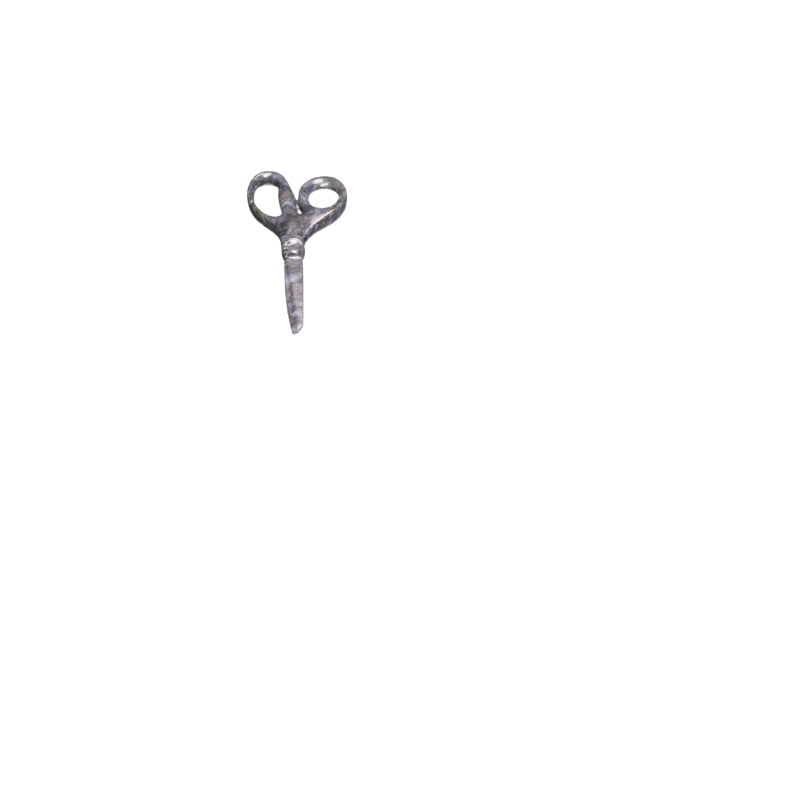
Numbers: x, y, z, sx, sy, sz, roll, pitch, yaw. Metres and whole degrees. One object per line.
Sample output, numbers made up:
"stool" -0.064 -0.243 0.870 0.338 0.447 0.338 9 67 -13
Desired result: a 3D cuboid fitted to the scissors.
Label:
"scissors" -0.072 -0.132 0.924 0.095 0.015 0.219 -14 46 -14
